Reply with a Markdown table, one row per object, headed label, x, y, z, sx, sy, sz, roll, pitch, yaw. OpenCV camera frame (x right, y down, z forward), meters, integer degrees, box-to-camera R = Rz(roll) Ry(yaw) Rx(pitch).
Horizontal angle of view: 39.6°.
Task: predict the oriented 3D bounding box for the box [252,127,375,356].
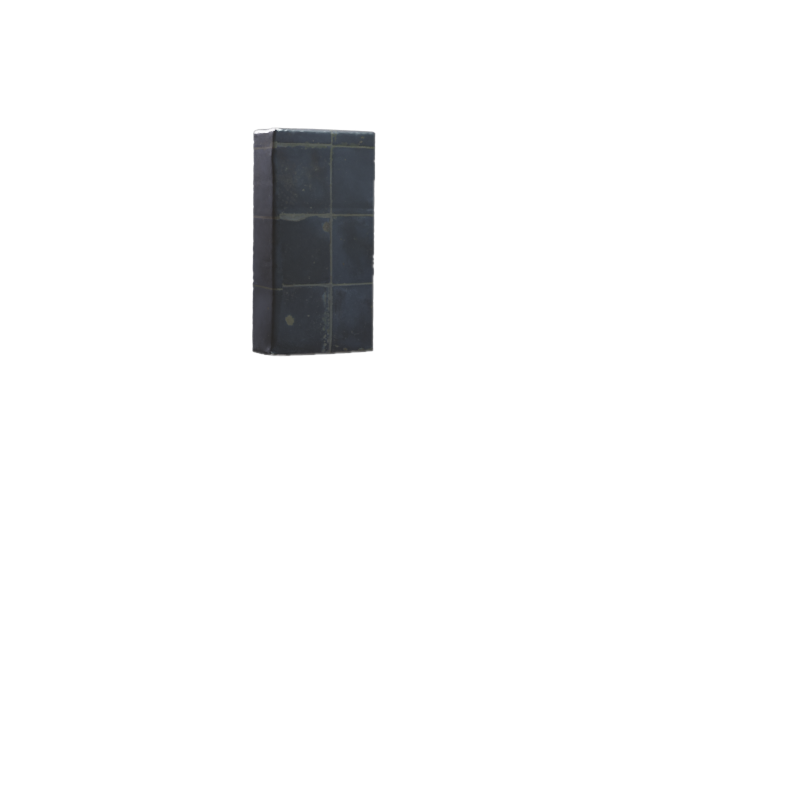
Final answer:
| label | x | y | z | sx | sy | sz | roll | pitch | yaw |
| --- | --- | --- | --- | --- | --- | --- | --- | --- | --- |
| box | -0.069 | -0.125 | 0.876 | 0.090 | 0.176 | 0.050 | -1 | 1 | -31 |
